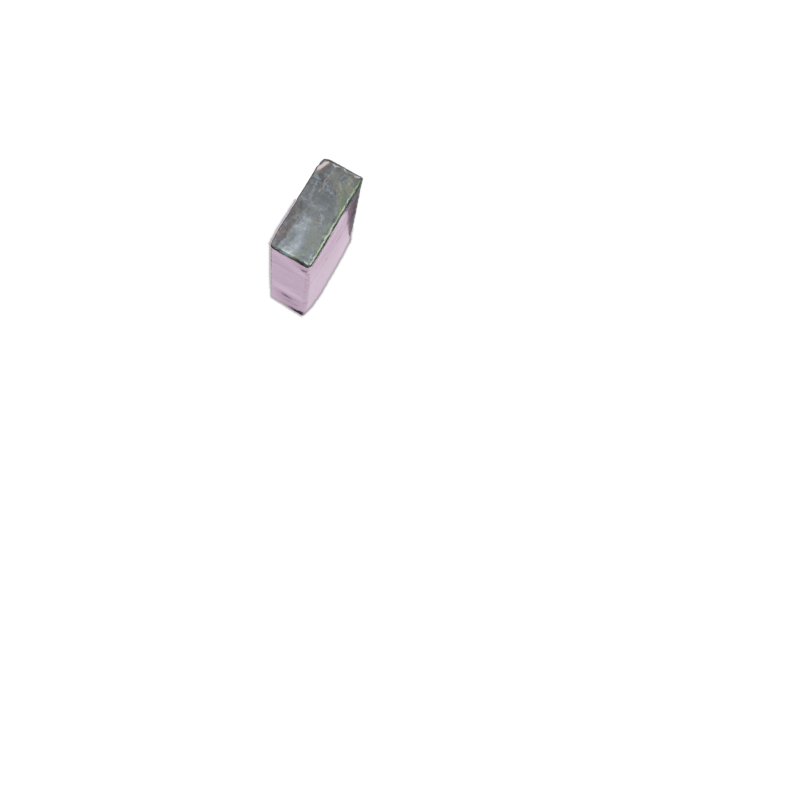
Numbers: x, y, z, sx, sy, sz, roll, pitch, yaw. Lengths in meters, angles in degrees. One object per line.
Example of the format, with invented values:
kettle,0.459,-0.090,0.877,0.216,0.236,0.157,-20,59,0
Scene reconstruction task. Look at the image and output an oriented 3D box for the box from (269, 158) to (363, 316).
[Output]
box,-0.078,-0.142,0.991,0.049,0.095,0.170,29,-13,2
